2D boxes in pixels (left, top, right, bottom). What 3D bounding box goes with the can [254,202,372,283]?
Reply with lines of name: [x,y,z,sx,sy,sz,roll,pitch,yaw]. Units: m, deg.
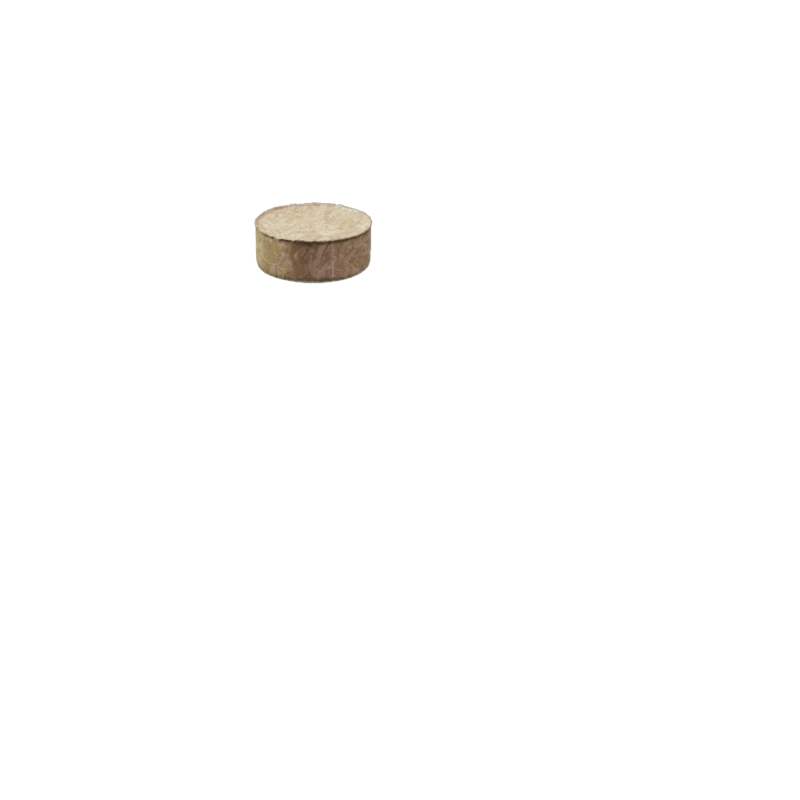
can: [-0.063,-0.116,0.811,0.086,0.032,0.091,-1,26,-2]
